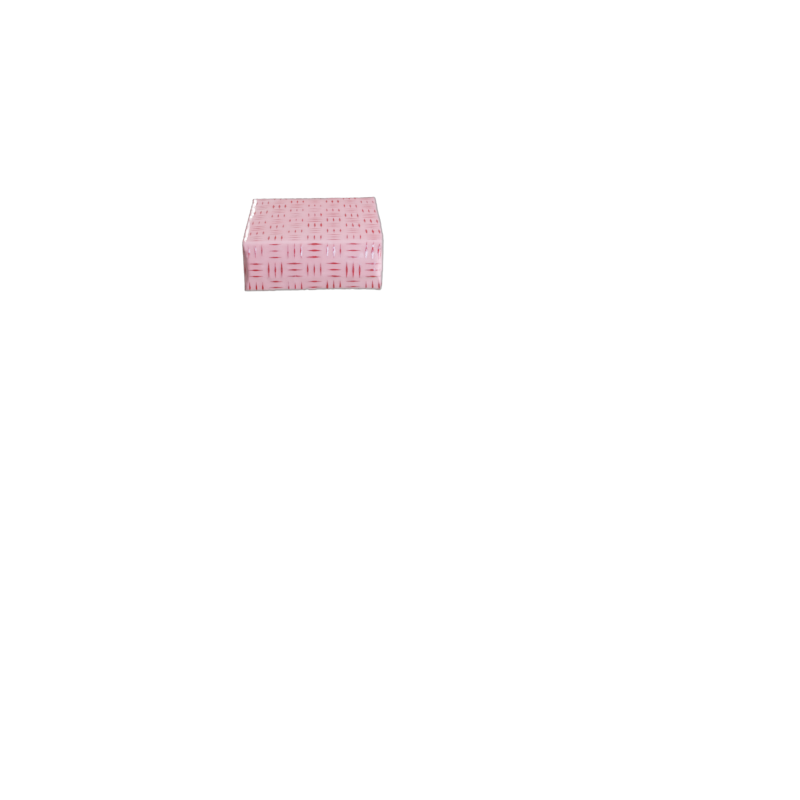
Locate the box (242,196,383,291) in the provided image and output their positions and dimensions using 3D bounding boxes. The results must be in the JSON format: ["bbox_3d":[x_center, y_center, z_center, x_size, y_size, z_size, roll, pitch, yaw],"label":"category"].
[{"bbox_3d":[-0.059,-0.107,0.751,0.090,0.037,0.119,-1,22,-2],"label":"box"}]
